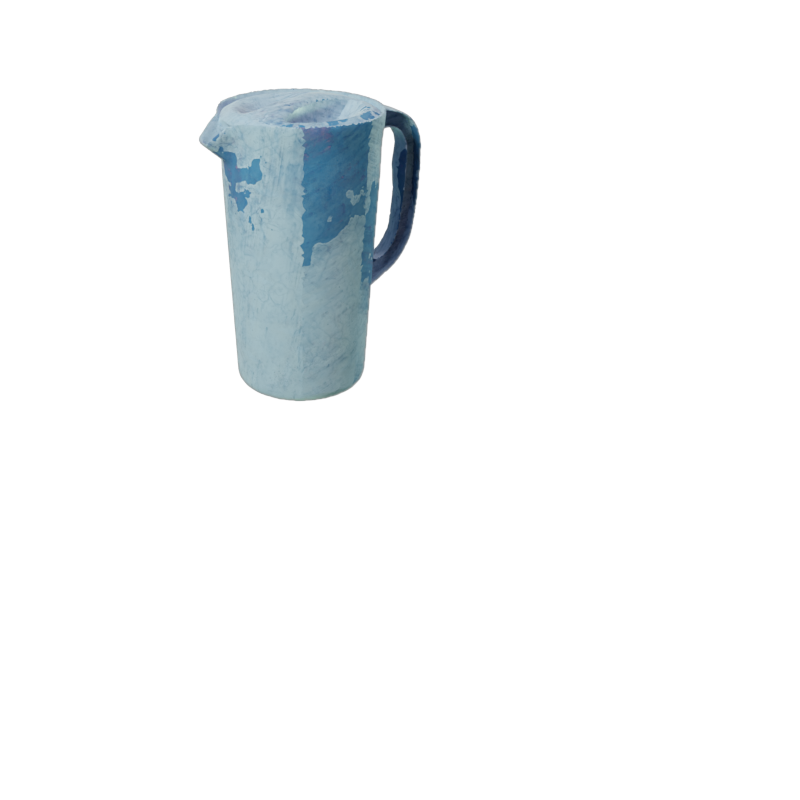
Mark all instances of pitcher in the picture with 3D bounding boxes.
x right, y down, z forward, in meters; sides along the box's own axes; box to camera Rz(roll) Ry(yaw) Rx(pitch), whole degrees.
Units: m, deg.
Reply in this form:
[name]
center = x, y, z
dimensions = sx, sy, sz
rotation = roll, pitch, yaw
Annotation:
[pitcher]
center = -0.071, -0.130, 0.910
dimensions = 0.153, 0.231, 0.149
rotation = 8, 24, 14
